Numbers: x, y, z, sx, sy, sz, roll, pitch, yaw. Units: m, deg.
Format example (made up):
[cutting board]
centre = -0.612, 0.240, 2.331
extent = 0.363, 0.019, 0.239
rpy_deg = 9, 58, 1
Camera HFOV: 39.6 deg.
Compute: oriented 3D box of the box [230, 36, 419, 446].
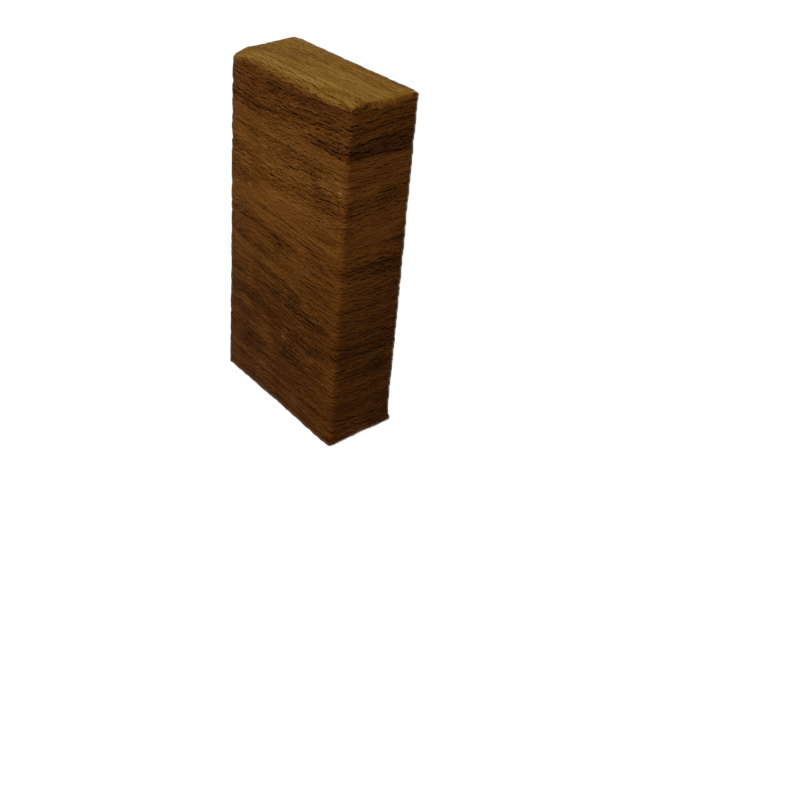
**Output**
[box]
centre = -0.042, -0.076, 0.535
extent = 0.047, 0.166, 0.100
rpy_deg = -21, 39, -33
